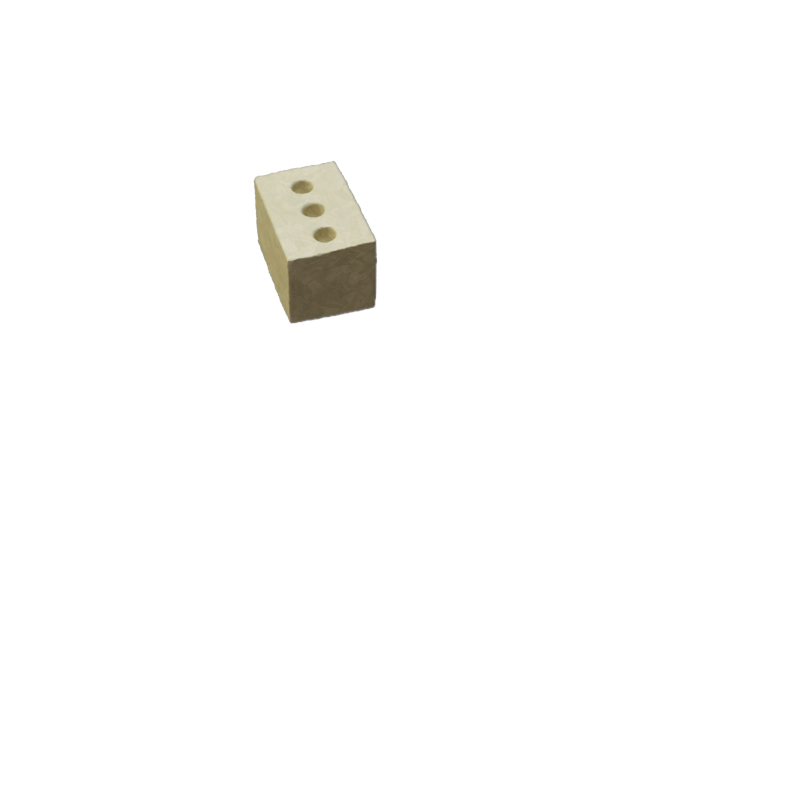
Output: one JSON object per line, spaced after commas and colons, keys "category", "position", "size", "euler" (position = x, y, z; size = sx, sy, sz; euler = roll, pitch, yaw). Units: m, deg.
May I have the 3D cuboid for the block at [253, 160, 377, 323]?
{"category": "block", "position": [-0.050, -0.092, 0.644], "size": [0.052, 0.048, 0.084], "euler": [-13, 48, -14]}
